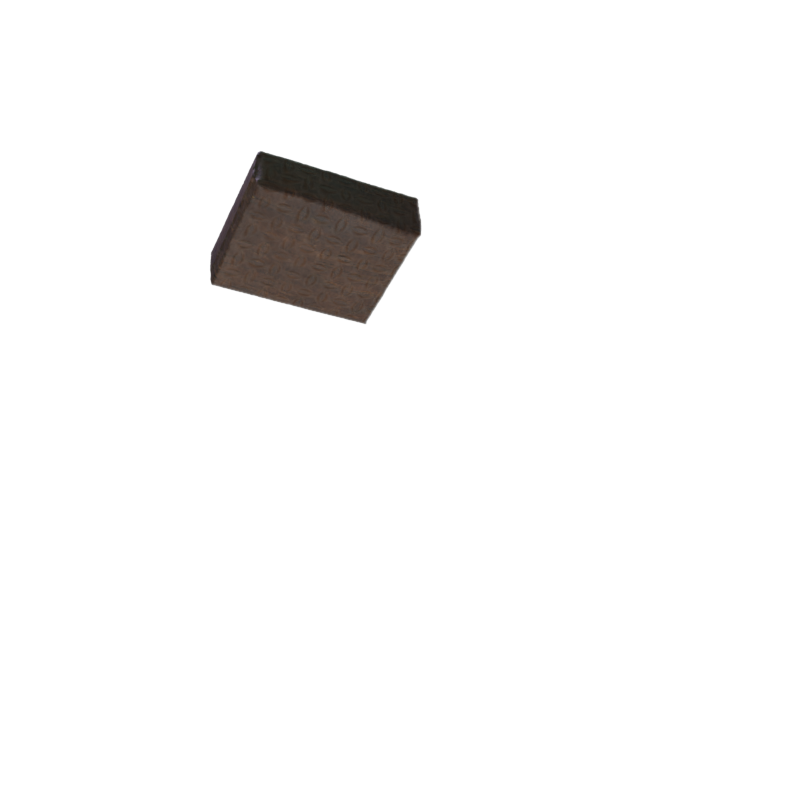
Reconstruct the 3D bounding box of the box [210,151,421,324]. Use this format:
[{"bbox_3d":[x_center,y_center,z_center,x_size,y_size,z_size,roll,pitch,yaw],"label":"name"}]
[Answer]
[{"bbox_3d":[-0.055,-0.101,0.708,0.110,0.042,0.086,17,-47,-17],"label":"box"}]
